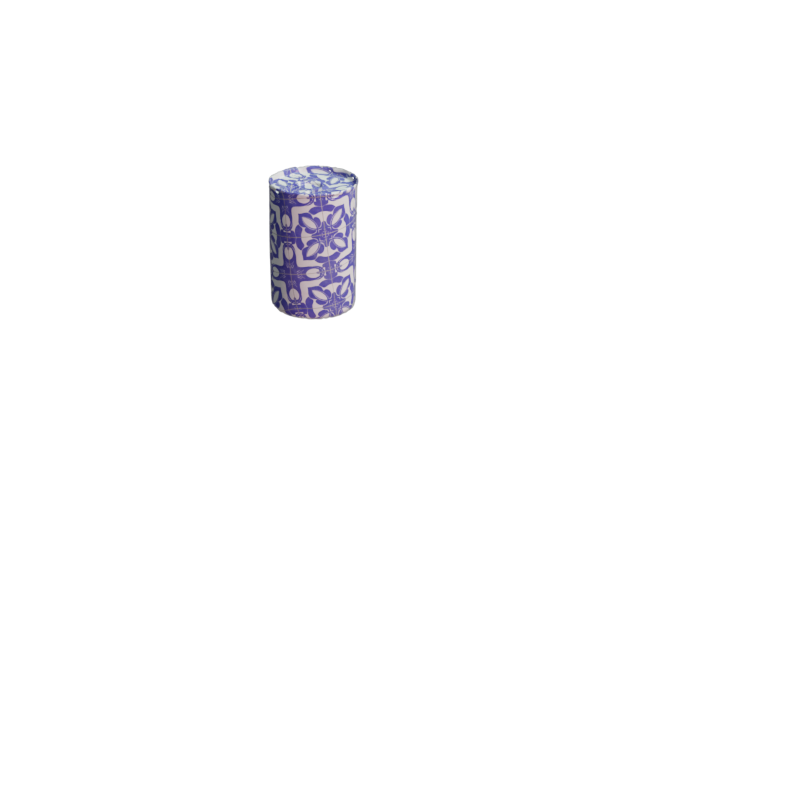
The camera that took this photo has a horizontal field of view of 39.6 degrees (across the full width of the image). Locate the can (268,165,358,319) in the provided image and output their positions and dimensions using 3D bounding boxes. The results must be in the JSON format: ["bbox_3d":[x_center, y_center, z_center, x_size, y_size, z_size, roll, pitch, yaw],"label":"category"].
[{"bbox_3d":[-0.067,-0.122,0.853,0.068,0.097,0.072,0,25,-2],"label":"can"}]
